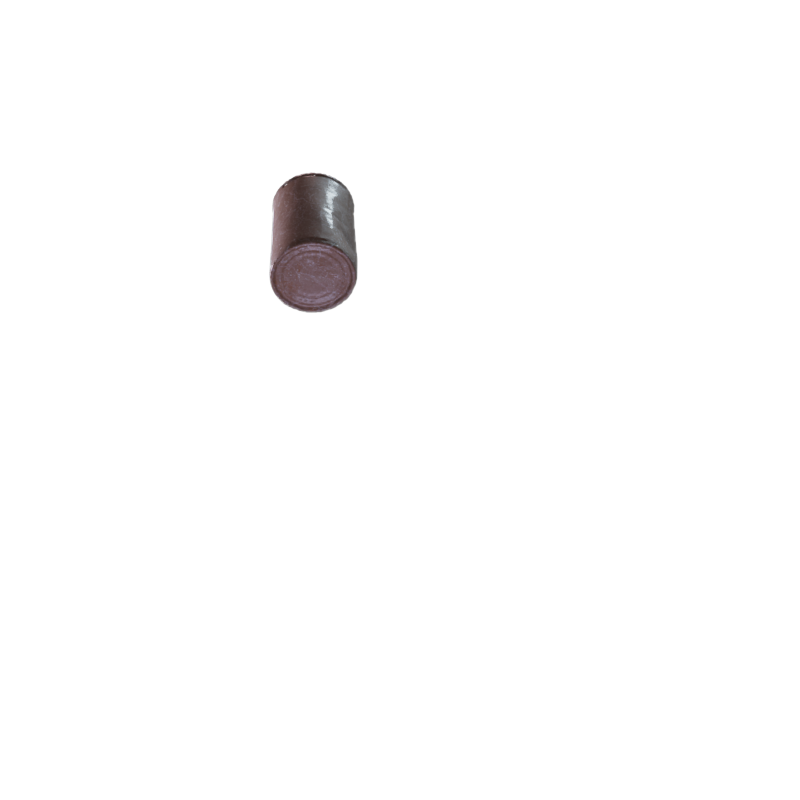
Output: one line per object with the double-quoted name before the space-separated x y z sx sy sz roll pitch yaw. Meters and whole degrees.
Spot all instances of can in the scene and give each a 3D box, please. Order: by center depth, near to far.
"can" -0.069 -0.125 0.875 0.068 0.064 0.109 -1 38 -3
